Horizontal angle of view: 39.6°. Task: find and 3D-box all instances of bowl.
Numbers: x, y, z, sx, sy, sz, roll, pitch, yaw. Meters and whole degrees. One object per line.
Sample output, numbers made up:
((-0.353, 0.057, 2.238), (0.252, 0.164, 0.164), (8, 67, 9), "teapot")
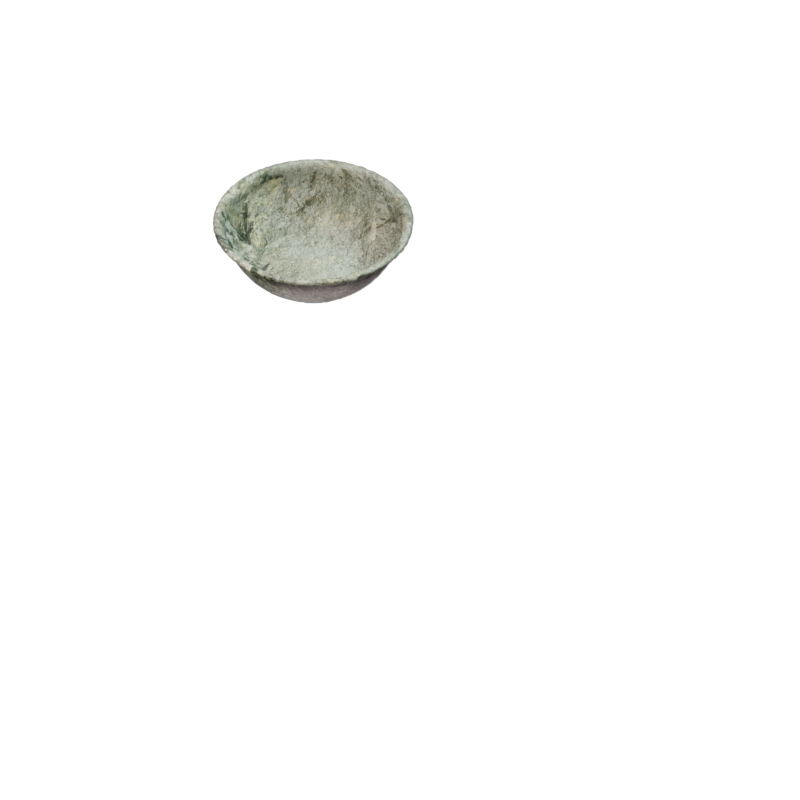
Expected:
((-0.071, -0.129, 0.907), (0.162, 0.051, 0.174), (-1, 44, -1), "bowl")
